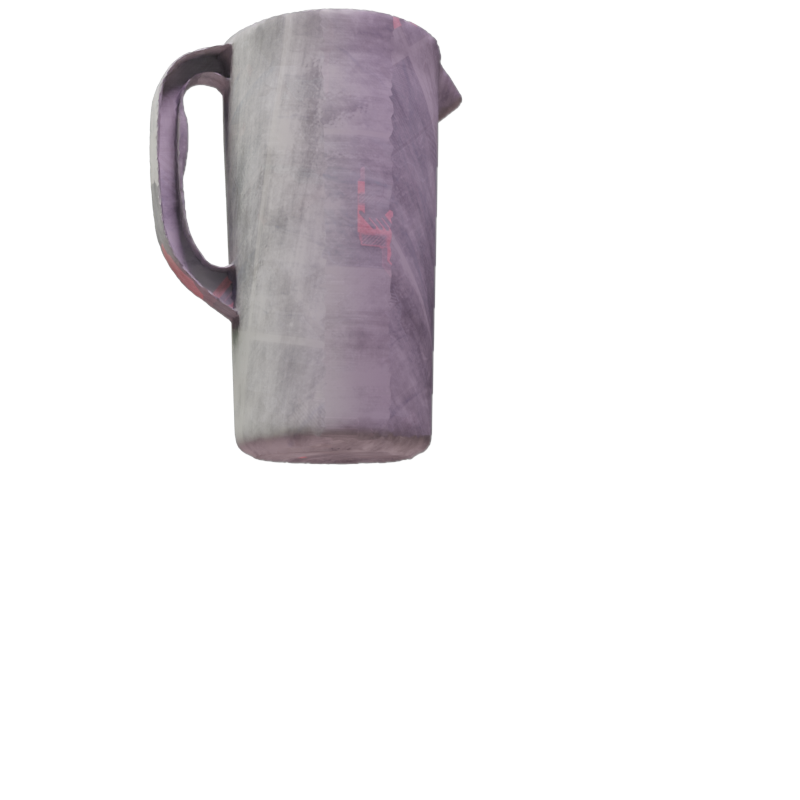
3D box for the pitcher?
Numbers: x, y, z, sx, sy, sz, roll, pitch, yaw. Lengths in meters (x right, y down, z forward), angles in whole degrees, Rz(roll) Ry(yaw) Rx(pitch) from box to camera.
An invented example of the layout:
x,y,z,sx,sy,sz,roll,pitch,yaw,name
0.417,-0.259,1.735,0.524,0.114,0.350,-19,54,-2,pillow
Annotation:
x,y,z,sx,sy,sz,roll,pitch,yaw,name
-0.050,-0.090,0.633,0.152,0.252,0.137,-7,-15,23,pitcher
